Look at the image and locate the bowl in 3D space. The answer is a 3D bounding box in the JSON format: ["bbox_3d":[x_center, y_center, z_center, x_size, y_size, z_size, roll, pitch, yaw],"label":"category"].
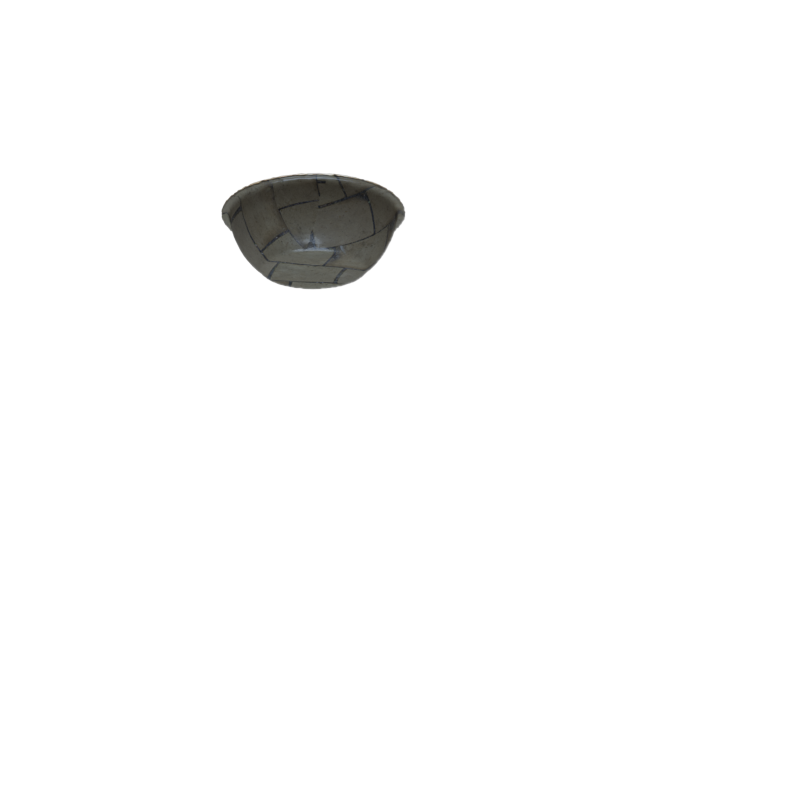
[{"bbox_3d":[-0.076,-0.138,0.965,0.162,0.058,0.155,0,-17,-2],"label":"bowl"}]
